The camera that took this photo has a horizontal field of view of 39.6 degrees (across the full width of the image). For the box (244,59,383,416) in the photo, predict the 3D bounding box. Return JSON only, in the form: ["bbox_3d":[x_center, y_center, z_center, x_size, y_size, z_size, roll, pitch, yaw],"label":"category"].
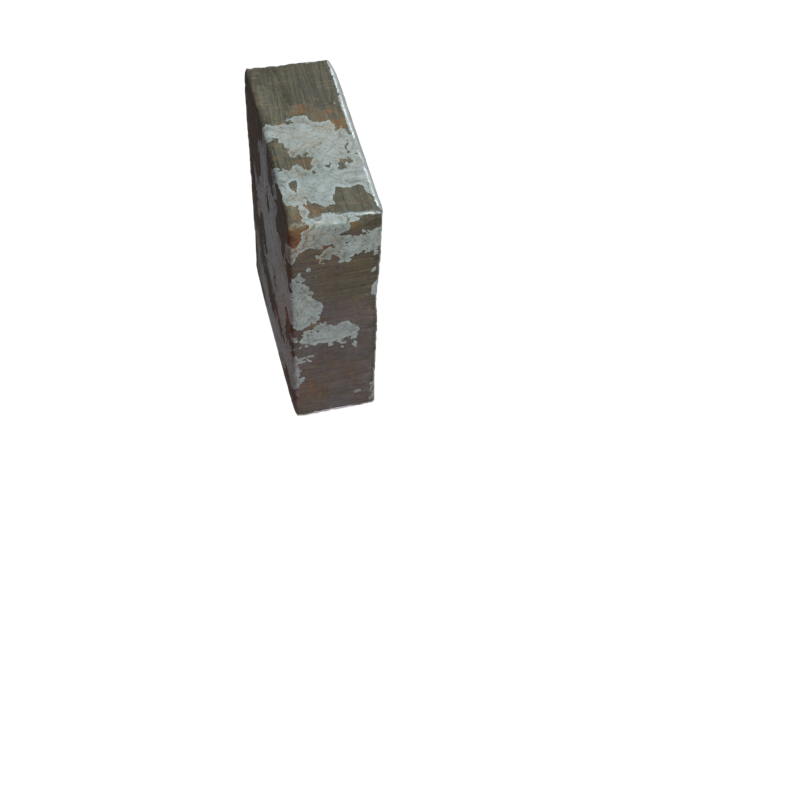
[{"bbox_3d":[-0.064,-0.117,0.822,0.071,0.177,0.199,-9,-37,-11],"label":"box"}]
